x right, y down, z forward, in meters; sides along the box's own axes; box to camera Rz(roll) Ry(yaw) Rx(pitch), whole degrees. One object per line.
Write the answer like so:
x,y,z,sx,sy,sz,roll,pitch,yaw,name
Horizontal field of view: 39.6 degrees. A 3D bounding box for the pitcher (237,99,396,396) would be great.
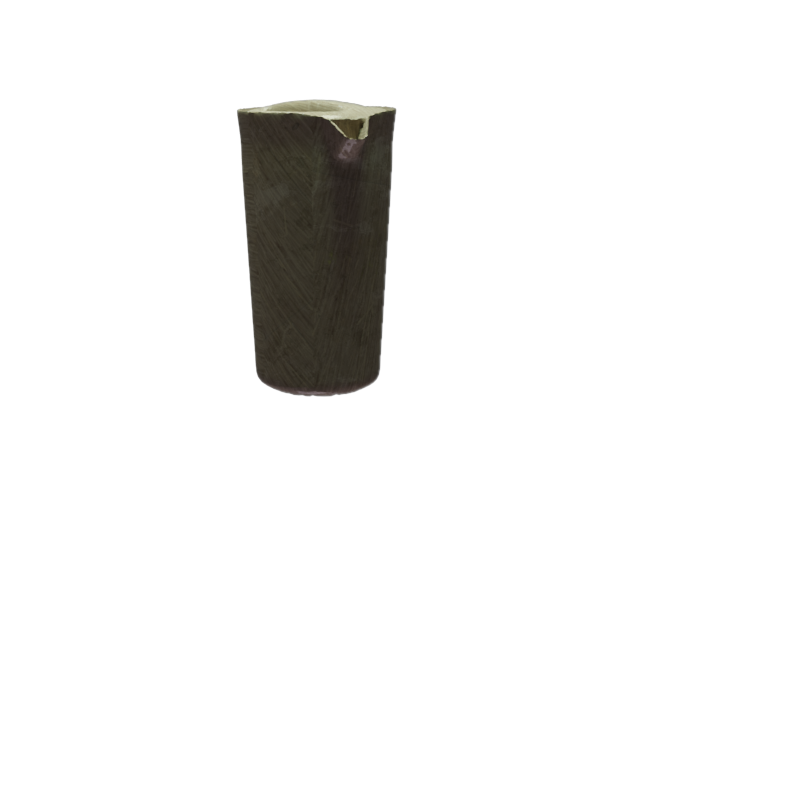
-0.075,-0.136,0.954,0.149,0.237,0.149,5,13,19,pitcher
